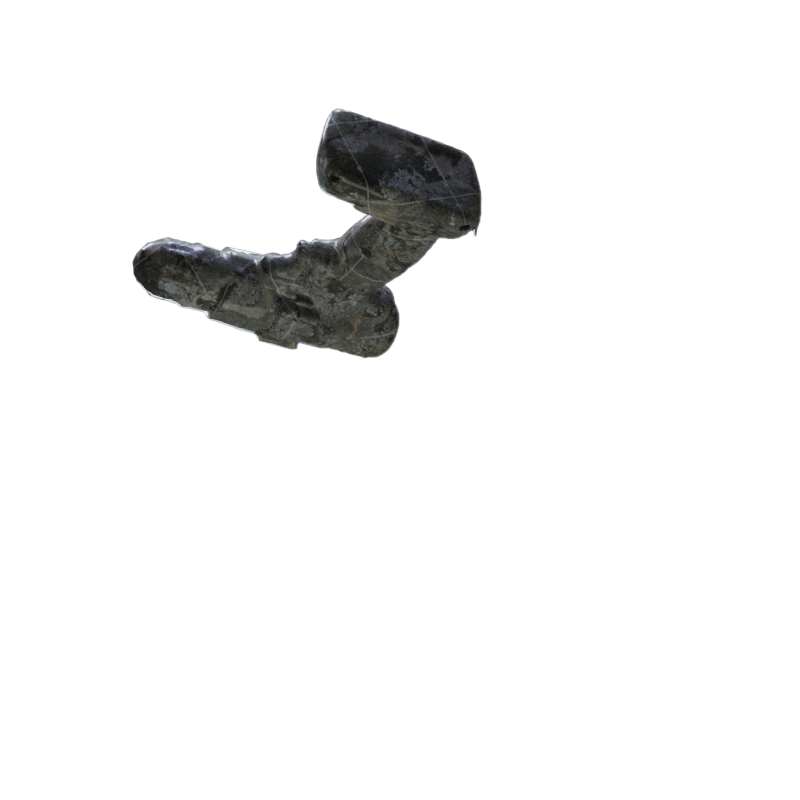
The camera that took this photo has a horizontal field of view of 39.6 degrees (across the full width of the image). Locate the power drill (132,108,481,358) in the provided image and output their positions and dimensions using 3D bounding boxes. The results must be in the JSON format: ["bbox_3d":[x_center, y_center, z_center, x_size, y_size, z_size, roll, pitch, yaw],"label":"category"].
[{"bbox_3d":[-0.053,-0.097,0.682,0.177,0.061,0.183,14,-32,-24],"label":"power drill"}]
